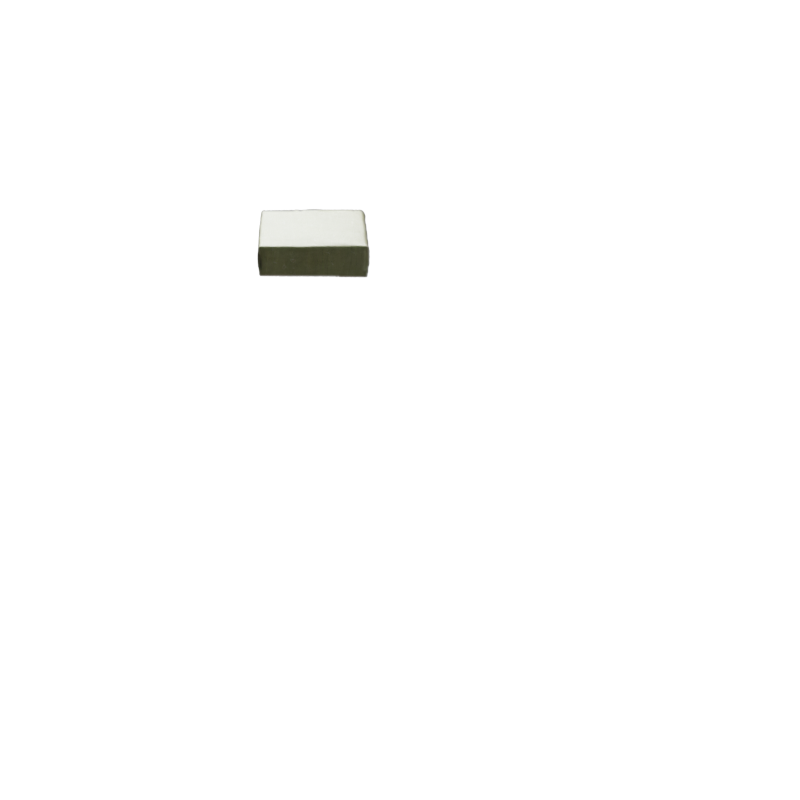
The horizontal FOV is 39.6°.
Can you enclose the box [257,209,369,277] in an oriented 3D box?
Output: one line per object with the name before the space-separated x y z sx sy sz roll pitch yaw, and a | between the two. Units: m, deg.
box | -0.071 -0.130 0.908 0.089 0.028 0.078 -1 31 -2
